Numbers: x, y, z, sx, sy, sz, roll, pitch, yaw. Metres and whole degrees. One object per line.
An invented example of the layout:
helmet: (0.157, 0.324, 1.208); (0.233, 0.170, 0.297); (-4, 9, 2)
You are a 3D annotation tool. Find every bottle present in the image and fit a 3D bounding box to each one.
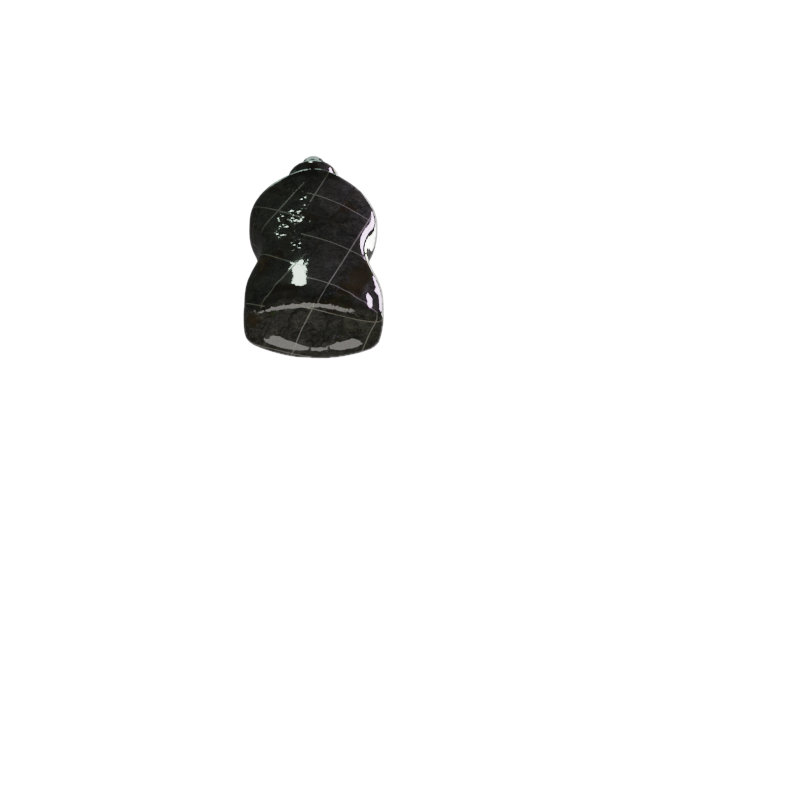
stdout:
bottle: (-0.064, -0.118, 0.823); (0.096, 0.054, 0.206); (0, 44, -3)
